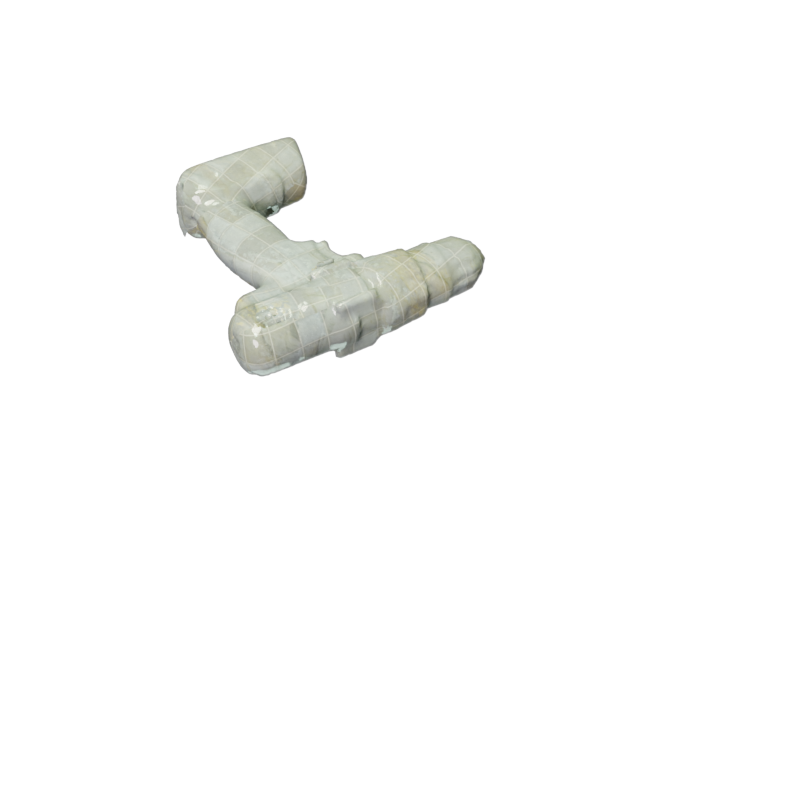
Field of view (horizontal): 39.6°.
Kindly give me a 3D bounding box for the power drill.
[{"bbox_3d":[-0.061,-0.110,0.773,0.183,0.053,0.203,-21,47,-22],"label":"power drill"}]
